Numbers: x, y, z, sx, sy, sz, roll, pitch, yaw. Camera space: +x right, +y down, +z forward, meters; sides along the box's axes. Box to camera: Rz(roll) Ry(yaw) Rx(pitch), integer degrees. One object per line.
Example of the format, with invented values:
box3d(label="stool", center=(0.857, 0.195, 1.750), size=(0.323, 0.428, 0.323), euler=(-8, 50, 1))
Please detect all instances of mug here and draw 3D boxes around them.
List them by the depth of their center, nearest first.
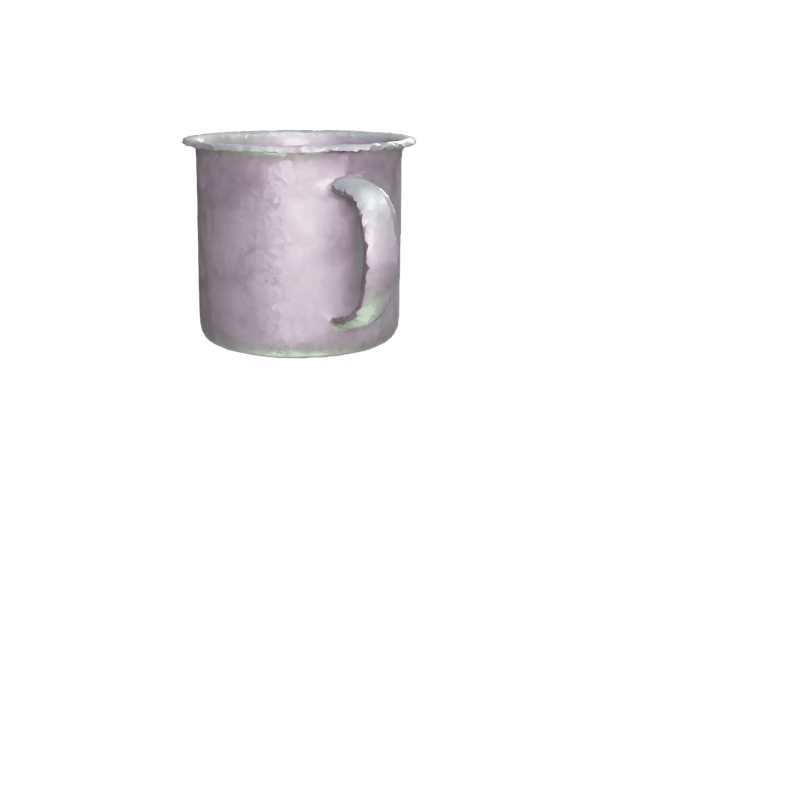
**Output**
box3d(label="mug", center=(-0.034, -0.062, 0.437), size=(0.091, 0.079, 0.124), euler=(-8, 17, -30))
